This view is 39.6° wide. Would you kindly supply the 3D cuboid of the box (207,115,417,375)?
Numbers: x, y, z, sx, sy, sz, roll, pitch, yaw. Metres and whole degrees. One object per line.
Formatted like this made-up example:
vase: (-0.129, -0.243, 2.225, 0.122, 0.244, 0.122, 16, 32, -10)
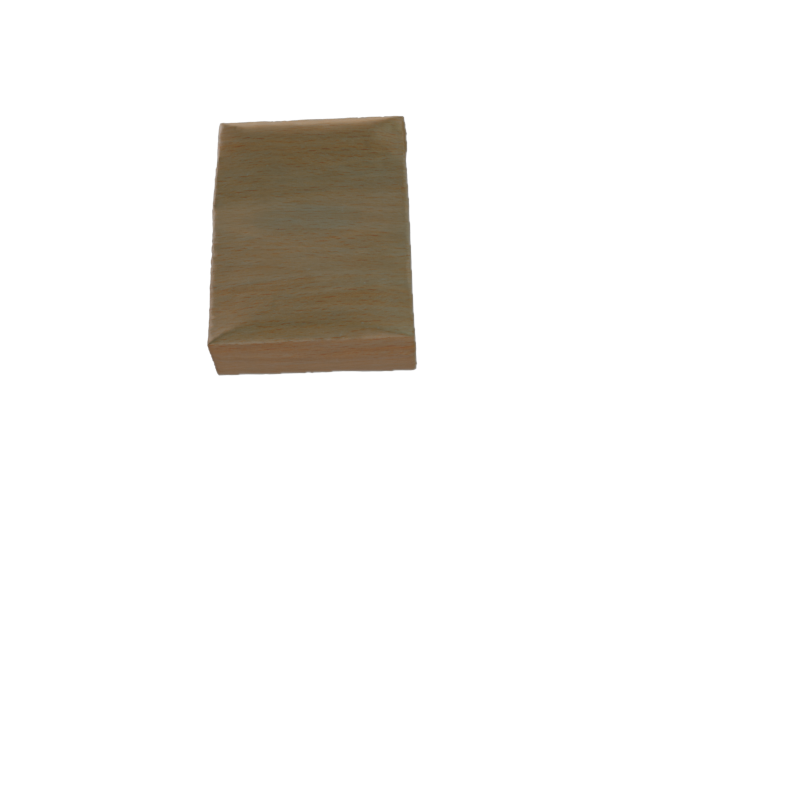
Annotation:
box: (-0.072, -0.132, 0.922, 0.165, 0.227, 0.067, -2, -27, 2)
